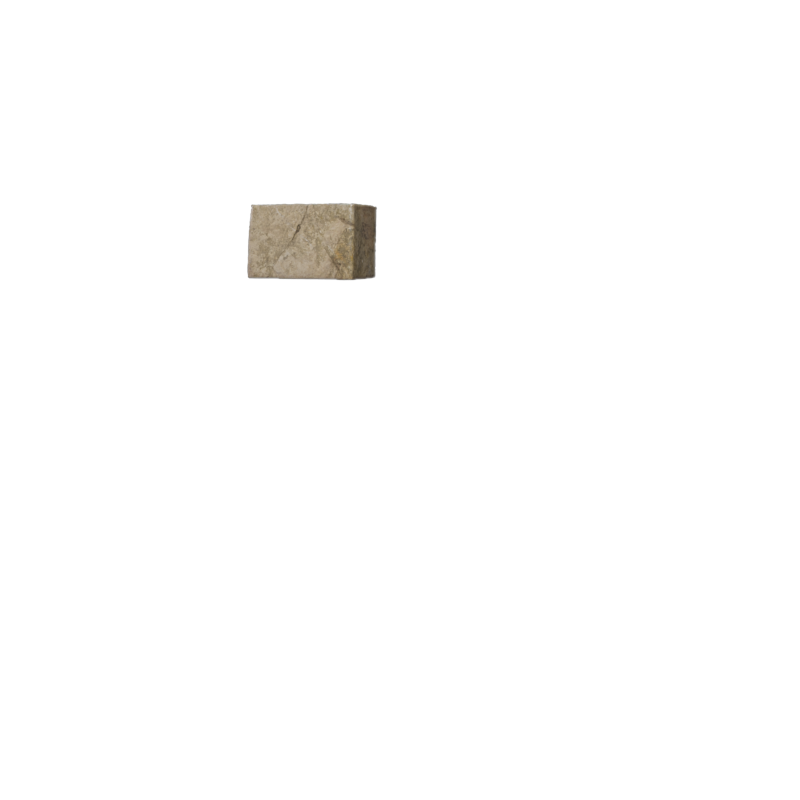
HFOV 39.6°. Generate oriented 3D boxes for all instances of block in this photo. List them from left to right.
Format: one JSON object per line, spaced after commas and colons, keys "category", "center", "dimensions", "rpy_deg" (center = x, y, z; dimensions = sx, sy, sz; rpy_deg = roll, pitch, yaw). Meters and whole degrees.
{"category": "block", "center": [-0.060, -0.110, 0.769], "dimensions": [0.080, 0.051, 0.052], "rpy_deg": [2, 4, 20]}
